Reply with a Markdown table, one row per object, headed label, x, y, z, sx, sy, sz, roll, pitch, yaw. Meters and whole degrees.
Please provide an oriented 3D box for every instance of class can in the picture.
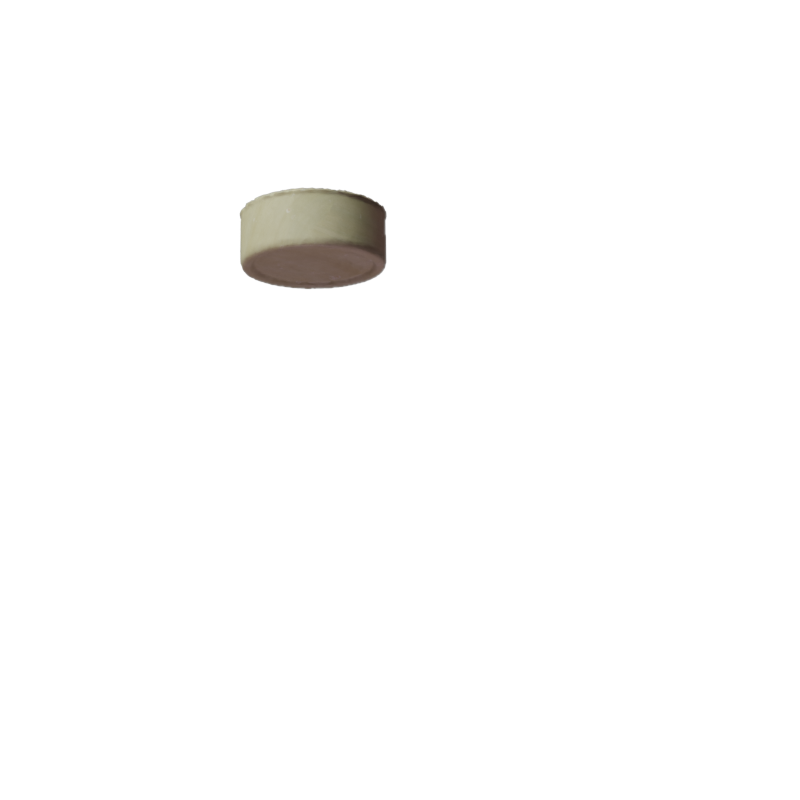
| label | x | y | z | sx | sy | sz | roll | pitch | yaw |
| --- | --- | --- | --- | --- | --- | --- | --- | --- | --- |
| can | -0.050 | -0.092 | 0.643 | 0.086 | 0.035 | 0.083 | 0 | -13 | -2 |
